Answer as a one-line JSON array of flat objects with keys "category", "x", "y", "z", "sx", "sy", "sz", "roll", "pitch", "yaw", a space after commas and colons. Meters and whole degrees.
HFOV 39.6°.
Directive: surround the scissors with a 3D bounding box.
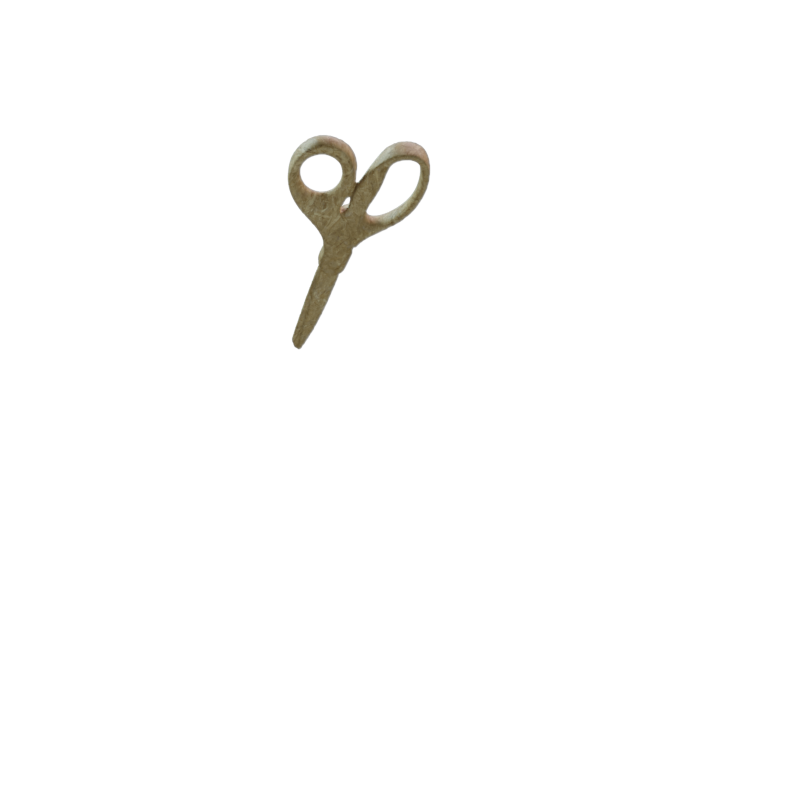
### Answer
[{"category": "scissors", "x": -0.057, "y": -0.104, "z": 0.730, "sx": 0.092, "sy": 0.017, "sz": 0.197, "roll": 24, "pitch": -46, "yaw": -25}]
